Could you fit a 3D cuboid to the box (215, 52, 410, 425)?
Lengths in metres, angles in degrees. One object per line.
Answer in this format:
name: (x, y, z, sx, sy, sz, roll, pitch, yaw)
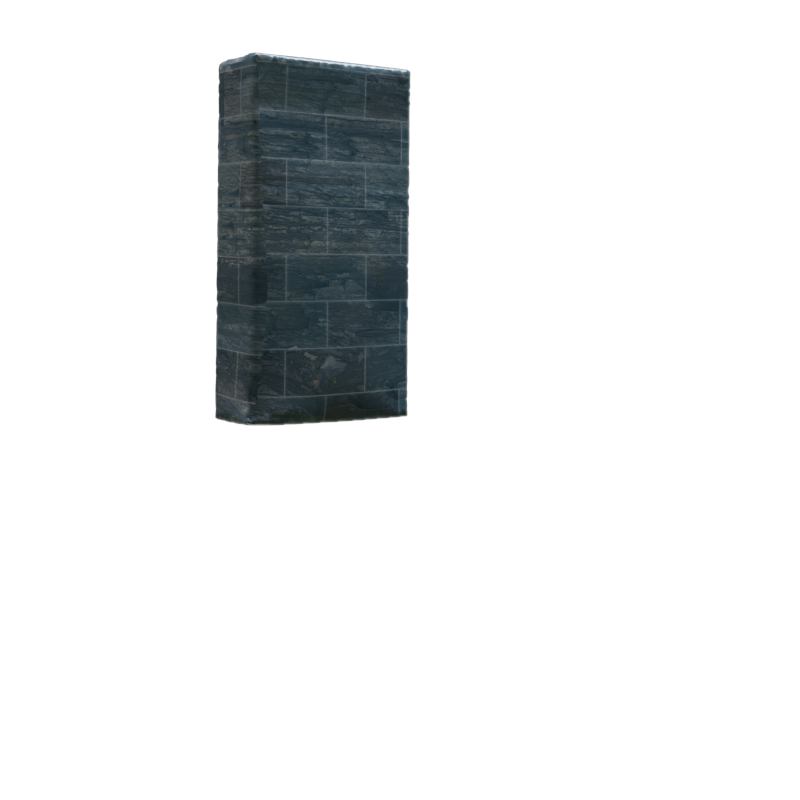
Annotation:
box: (-0.043, -0.079, 0.551, 0.090, 0.177, 0.050, 0, -2, -33)
